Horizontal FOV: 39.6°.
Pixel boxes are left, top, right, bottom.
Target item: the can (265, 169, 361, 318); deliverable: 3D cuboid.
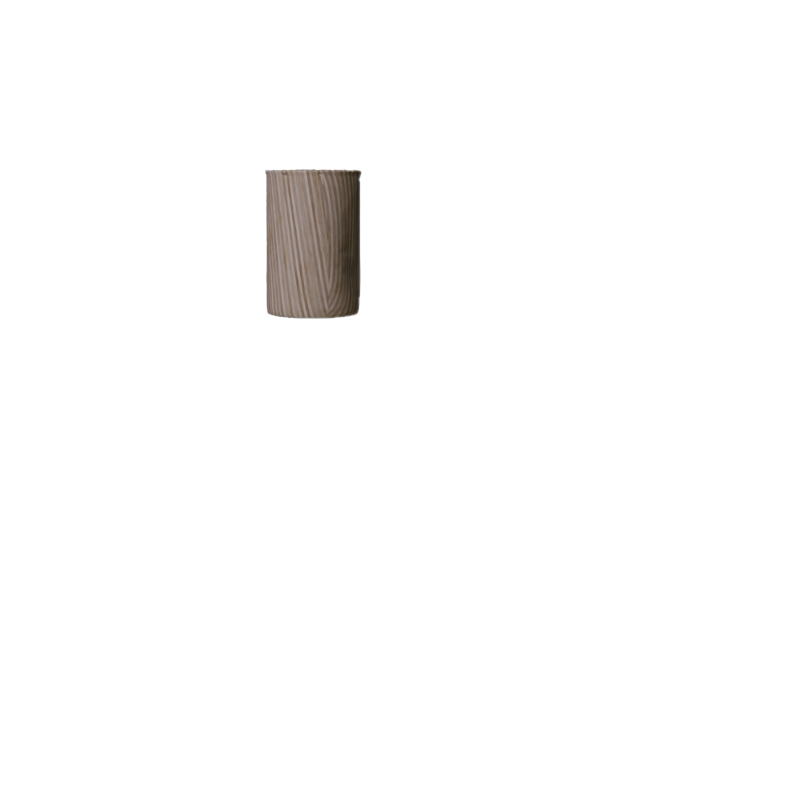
[{"bbox_3d":[-0.062,-0.112,0.786,0.068,0.101,0.070,0,6,-2],"label":"can"}]
